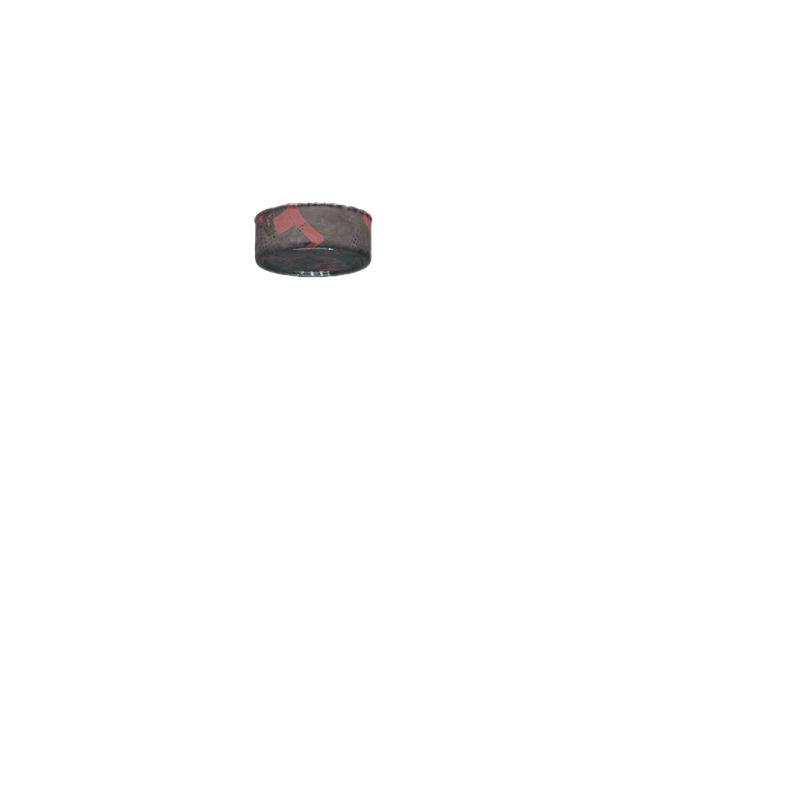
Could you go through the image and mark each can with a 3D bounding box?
[{"bbox_3d":[-0.063,-0.114,0.801,0.086,0.035,0.083,0,-9,-2],"label":"can"}]
